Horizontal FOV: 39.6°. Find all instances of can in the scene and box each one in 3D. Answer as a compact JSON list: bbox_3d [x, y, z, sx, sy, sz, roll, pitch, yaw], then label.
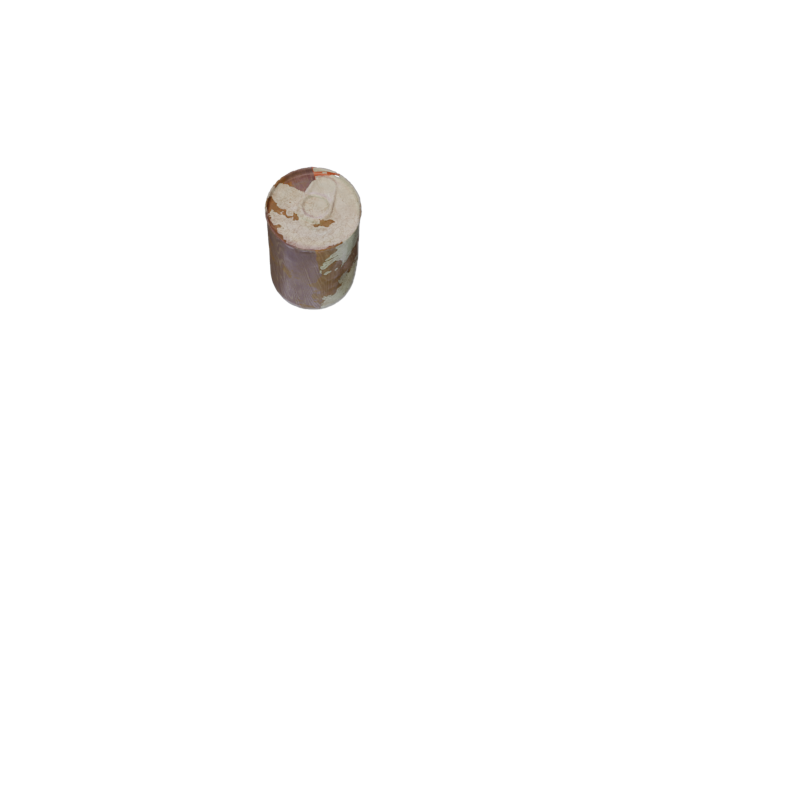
[{"bbox_3d":[-0.064,-0.117,0.818,0.068,0.072,0.097,0,-23,-3],"label":"can"}]
